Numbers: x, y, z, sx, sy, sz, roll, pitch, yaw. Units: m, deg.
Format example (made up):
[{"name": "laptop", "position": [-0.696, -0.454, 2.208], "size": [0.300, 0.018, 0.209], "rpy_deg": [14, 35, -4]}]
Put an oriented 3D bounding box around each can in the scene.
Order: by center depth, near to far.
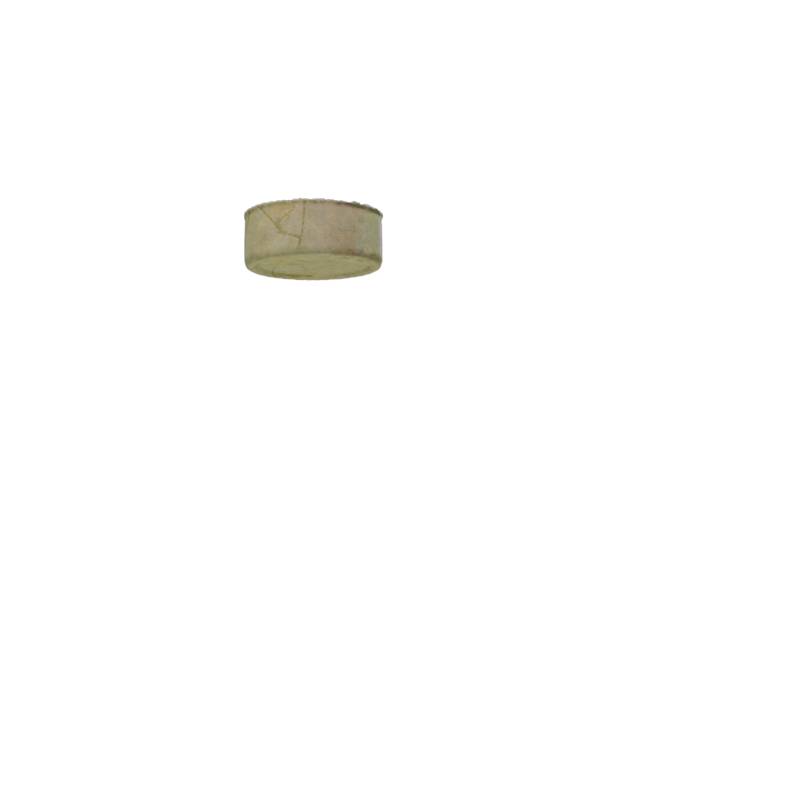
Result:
[{"name": "can", "position": [-0.053, -0.097, 0.679], "size": [0.086, 0.034, 0.084], "rpy_deg": [0, -6, -2]}]
